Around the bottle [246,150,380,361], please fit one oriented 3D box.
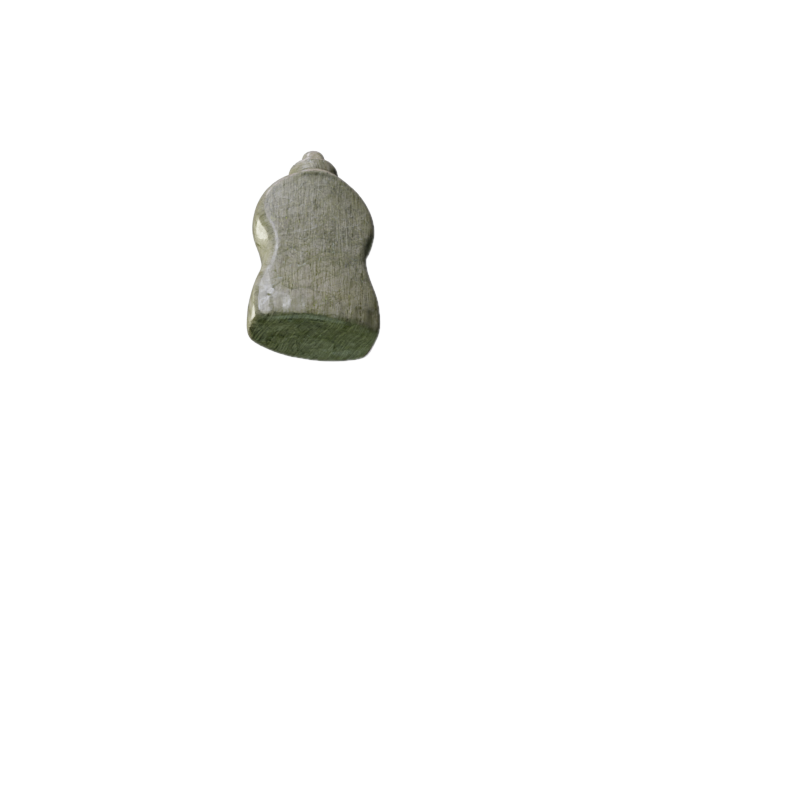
[{"bbox_3d":[-0.068,-0.123,0.864,0.094,0.206,0.055,7,-39,-12],"label":"bottle"}]
